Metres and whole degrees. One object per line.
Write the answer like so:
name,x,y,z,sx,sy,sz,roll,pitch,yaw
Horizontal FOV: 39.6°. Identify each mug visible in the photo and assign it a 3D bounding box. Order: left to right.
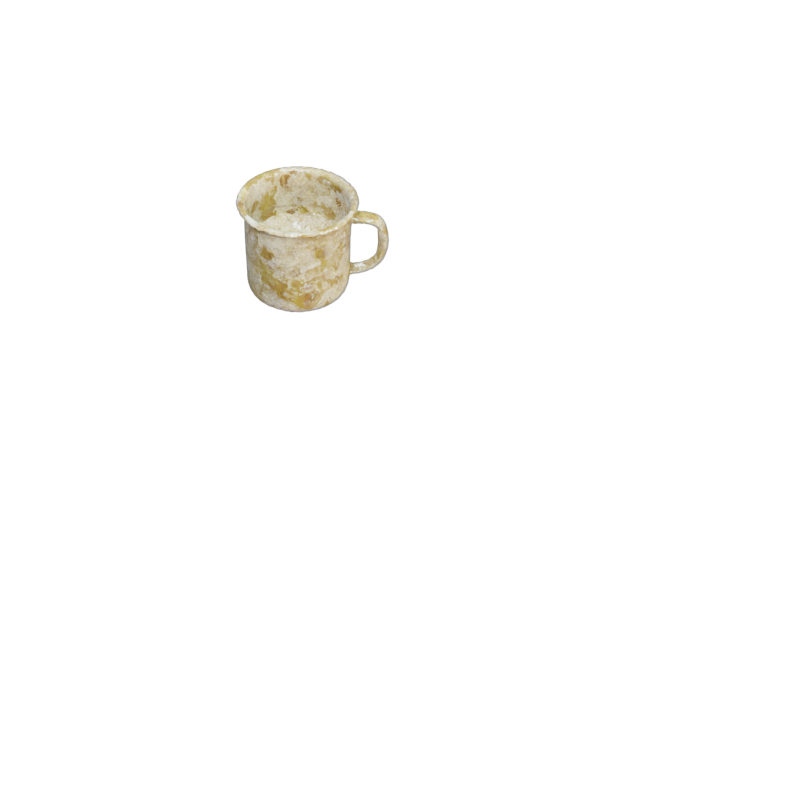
mug,-0.067,-0.123,0.862,0.117,0.076,0.100,-1,41,-2
